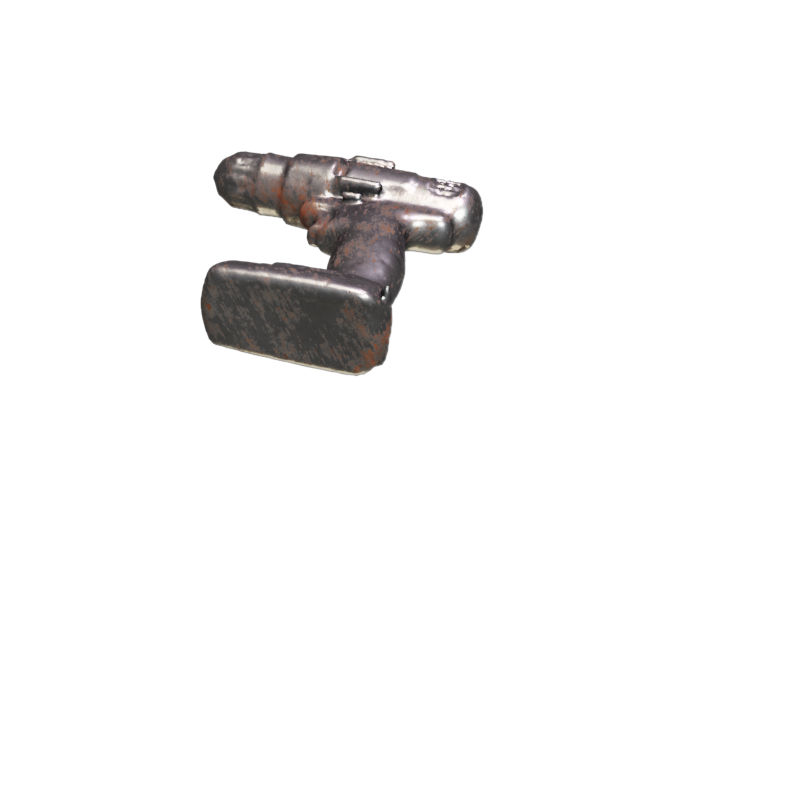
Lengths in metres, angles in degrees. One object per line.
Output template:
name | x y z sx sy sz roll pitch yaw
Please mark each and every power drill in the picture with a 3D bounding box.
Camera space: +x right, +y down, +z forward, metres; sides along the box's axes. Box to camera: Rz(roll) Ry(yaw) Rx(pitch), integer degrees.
power drill | -0.053 -0.098 0.683 0.189 0.054 0.195 9 36 13
